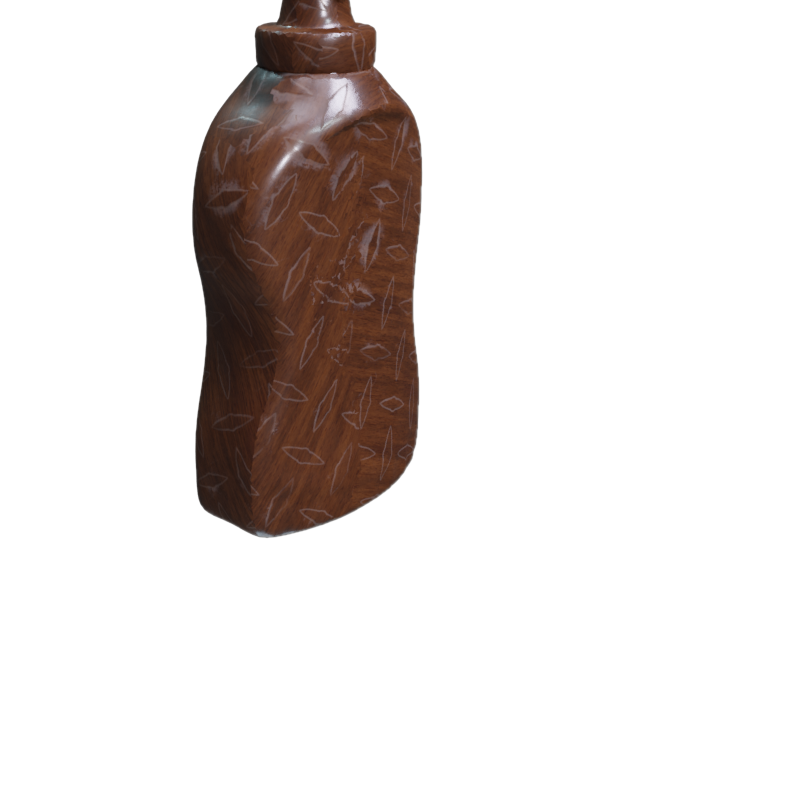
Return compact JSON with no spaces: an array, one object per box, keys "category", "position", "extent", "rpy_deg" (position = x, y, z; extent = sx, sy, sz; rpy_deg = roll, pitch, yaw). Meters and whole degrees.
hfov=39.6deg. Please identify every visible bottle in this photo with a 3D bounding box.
[{"category":"bottle","position":[-0.030,-0.056,0.392],"extent":[0.062,0.184,0.095],"rpy_deg":[16,23,38]}]
